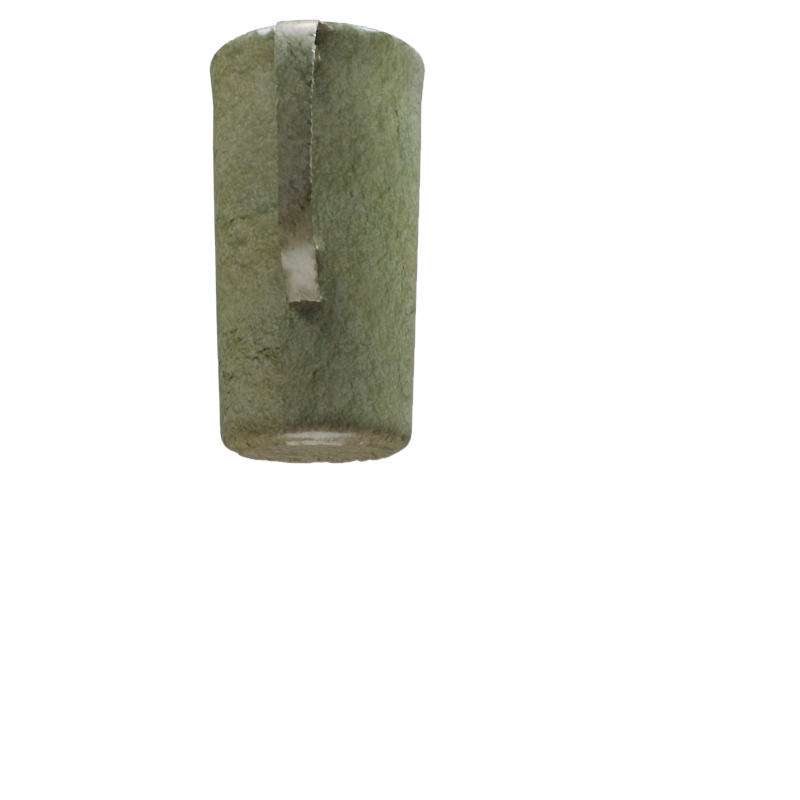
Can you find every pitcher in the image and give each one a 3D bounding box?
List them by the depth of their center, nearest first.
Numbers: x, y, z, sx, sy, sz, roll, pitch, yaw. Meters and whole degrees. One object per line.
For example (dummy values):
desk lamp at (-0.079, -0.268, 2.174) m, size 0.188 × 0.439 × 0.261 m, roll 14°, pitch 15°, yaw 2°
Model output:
pitcher at (-0.051, -0.092, 0.646) m, size 0.141 × 0.253 × 0.147 m, roll 12°, pitch -20°, yaw -40°
